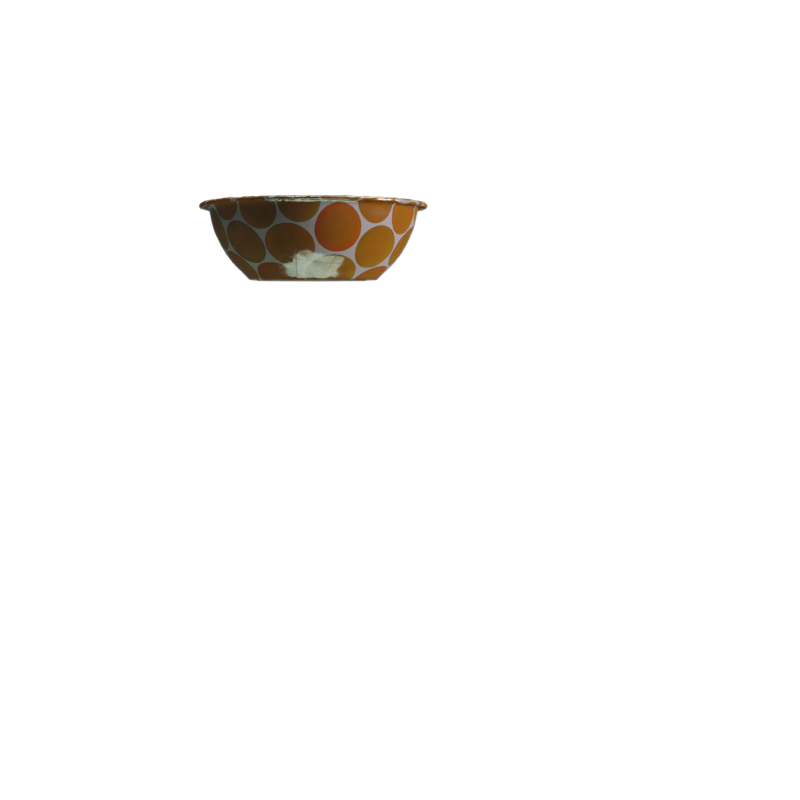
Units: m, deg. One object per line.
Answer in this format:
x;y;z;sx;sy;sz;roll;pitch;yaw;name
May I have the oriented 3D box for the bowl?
-0.061;-0.112;0.784;0.162;0.055;0.163;0;4;-2;bowl
